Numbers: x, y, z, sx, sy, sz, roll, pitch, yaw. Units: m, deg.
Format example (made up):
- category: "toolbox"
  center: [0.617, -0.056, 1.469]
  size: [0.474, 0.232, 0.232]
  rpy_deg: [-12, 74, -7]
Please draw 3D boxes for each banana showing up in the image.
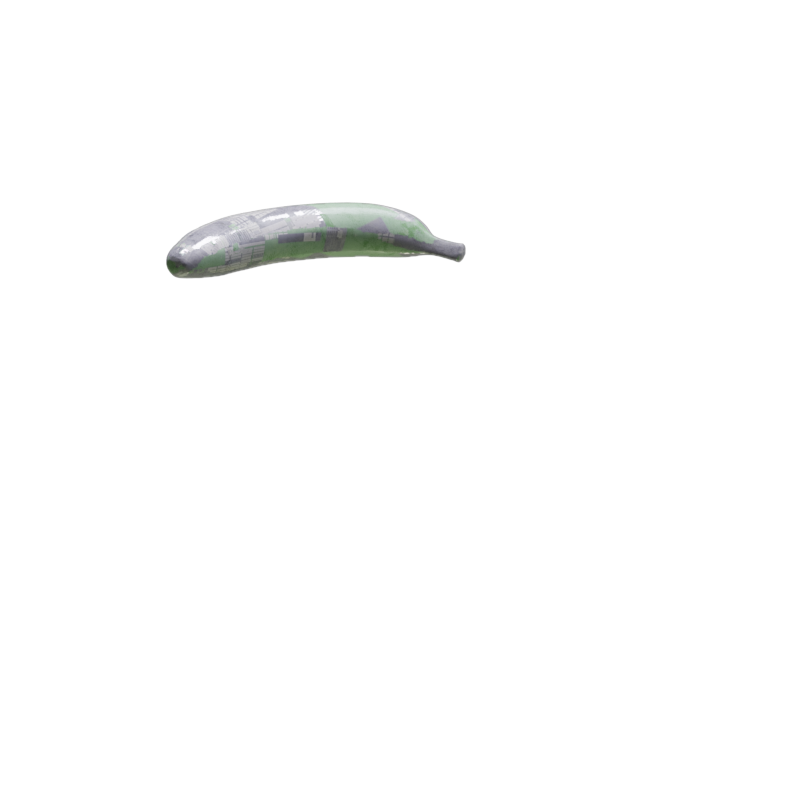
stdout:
- category: "banana"
  center: [-0.058, -0.101, 0.690]
  size: [0.193, 0.036, 0.073]
  rpy_deg: [-8, 18, -26]
